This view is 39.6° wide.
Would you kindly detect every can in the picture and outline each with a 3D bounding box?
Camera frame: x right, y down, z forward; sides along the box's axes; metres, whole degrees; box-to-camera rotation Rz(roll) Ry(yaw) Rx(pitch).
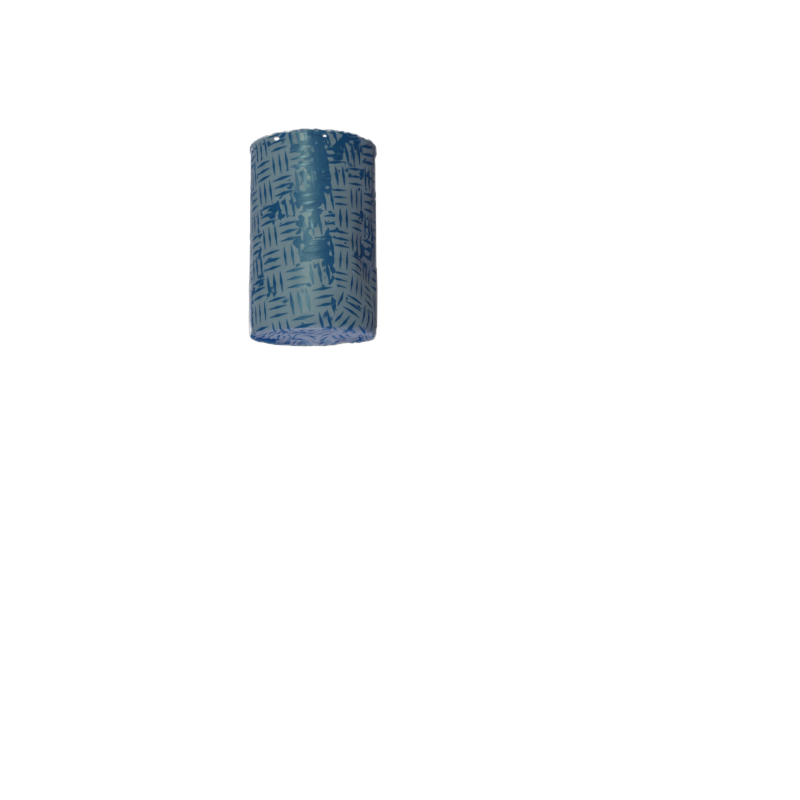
[{"bbox_3d":[-0.045,-0.083,0.580,0.068,0.105,0.067,0,-10,-2],"label":"can"}]
